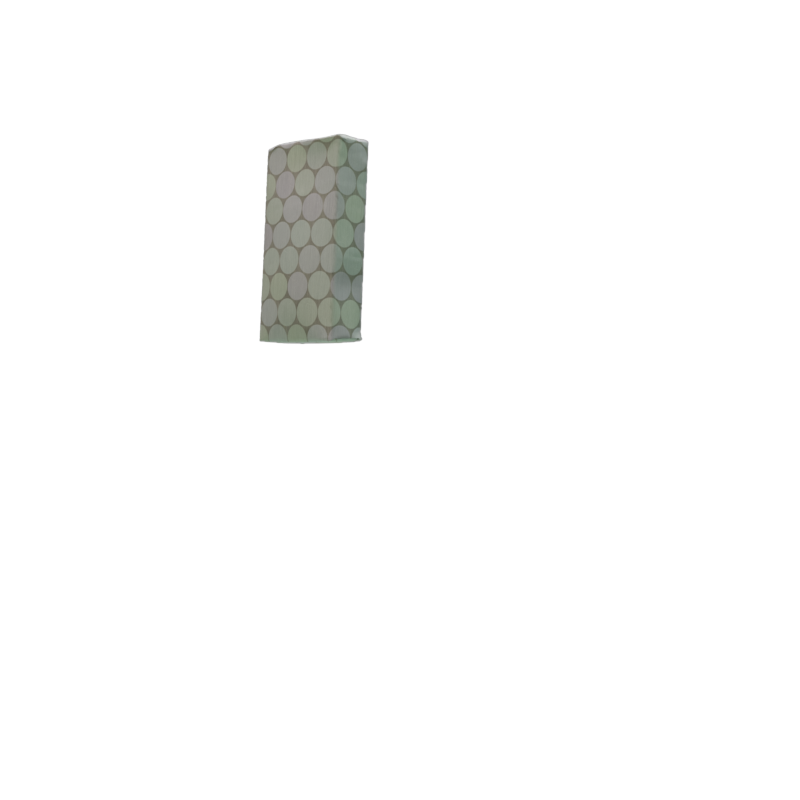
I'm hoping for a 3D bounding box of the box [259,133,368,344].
[{"bbox_3d":[-0.076,-0.138,0.964,0.096,0.179,0.046,-4,-6,43],"label":"box"}]
